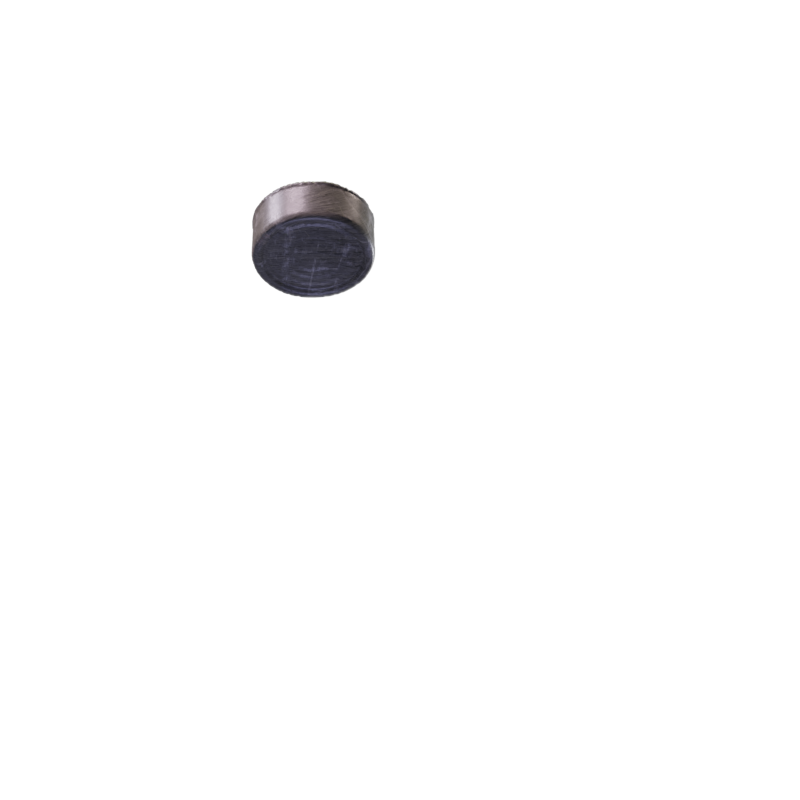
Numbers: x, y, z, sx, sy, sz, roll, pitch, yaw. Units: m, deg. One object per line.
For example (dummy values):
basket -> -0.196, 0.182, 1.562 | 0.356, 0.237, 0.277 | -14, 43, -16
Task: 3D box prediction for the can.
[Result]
can -> -0.060, -0.109, 0.765 | 0.086, 0.036, 0.080 | 1, -39, -2
